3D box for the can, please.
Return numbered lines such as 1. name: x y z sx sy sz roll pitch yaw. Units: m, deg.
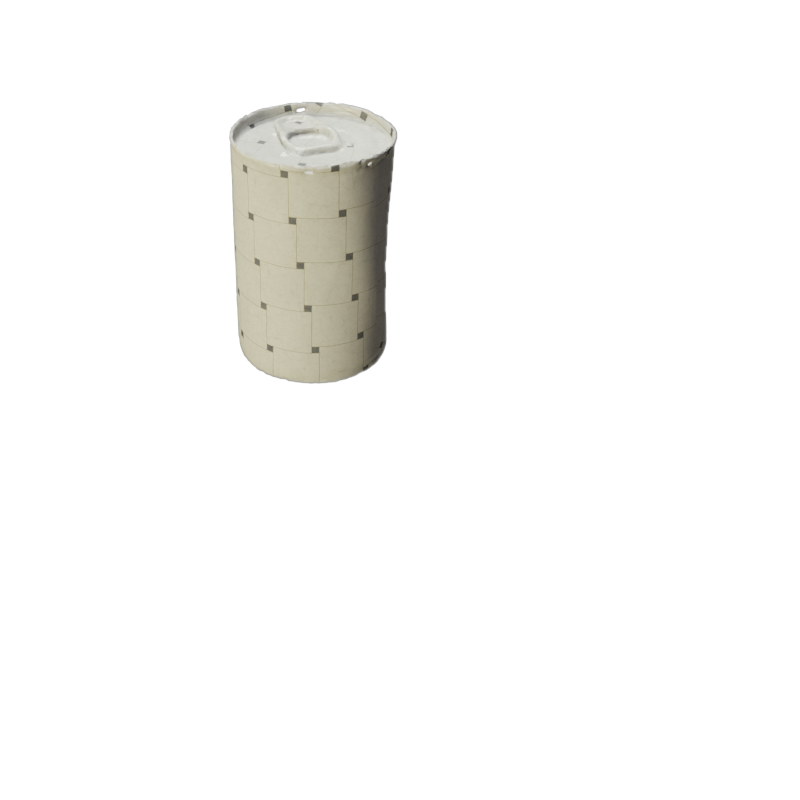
1. can: -0.037 -0.067 0.472 0.068 0.096 0.073 0 32 -3
